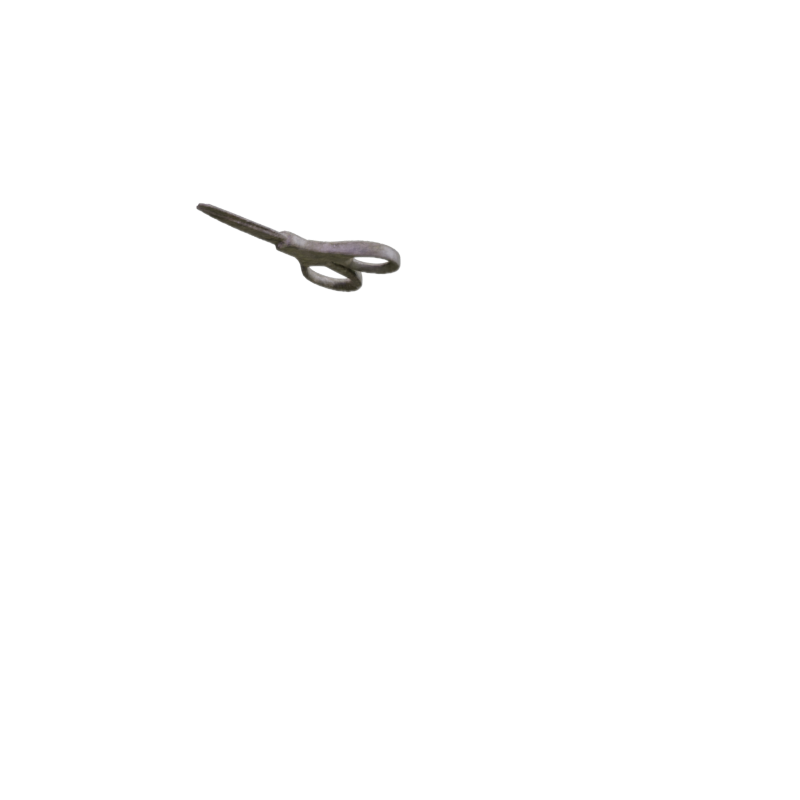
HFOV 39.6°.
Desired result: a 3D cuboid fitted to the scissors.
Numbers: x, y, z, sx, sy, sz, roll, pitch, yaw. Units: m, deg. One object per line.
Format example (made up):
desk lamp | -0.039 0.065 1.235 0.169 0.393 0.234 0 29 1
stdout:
scissors | -0.070 -0.128 0.899 0.098 0.016 0.189 -8 -18 25
